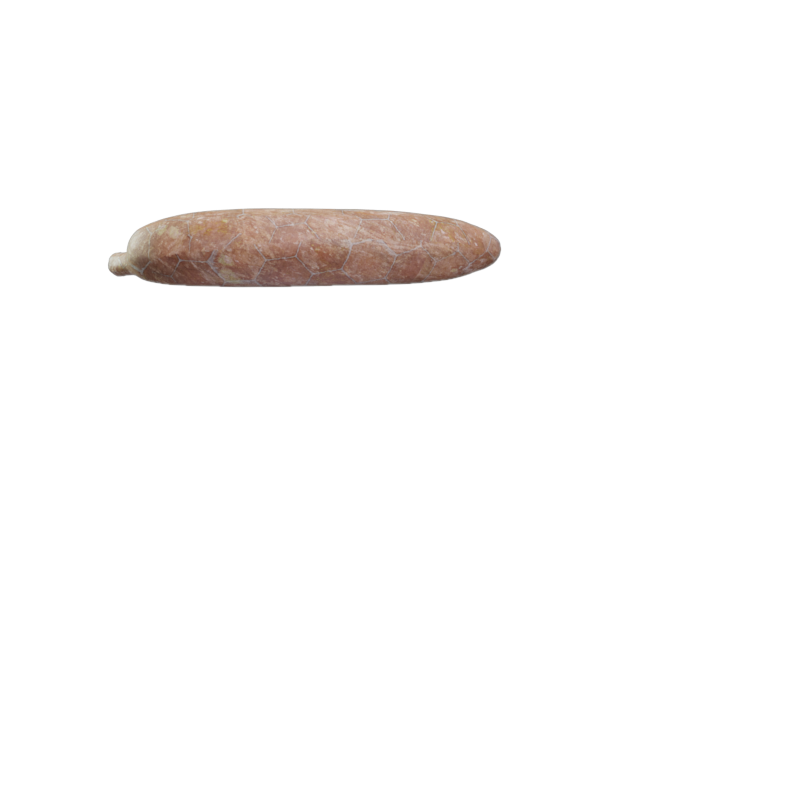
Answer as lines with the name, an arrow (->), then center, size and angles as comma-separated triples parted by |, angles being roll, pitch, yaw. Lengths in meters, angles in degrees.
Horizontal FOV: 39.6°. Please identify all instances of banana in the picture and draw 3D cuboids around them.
banana -> -0.045, -0.074, 0.531 | 0.197, 0.036, 0.071 | -1, 11, -3
